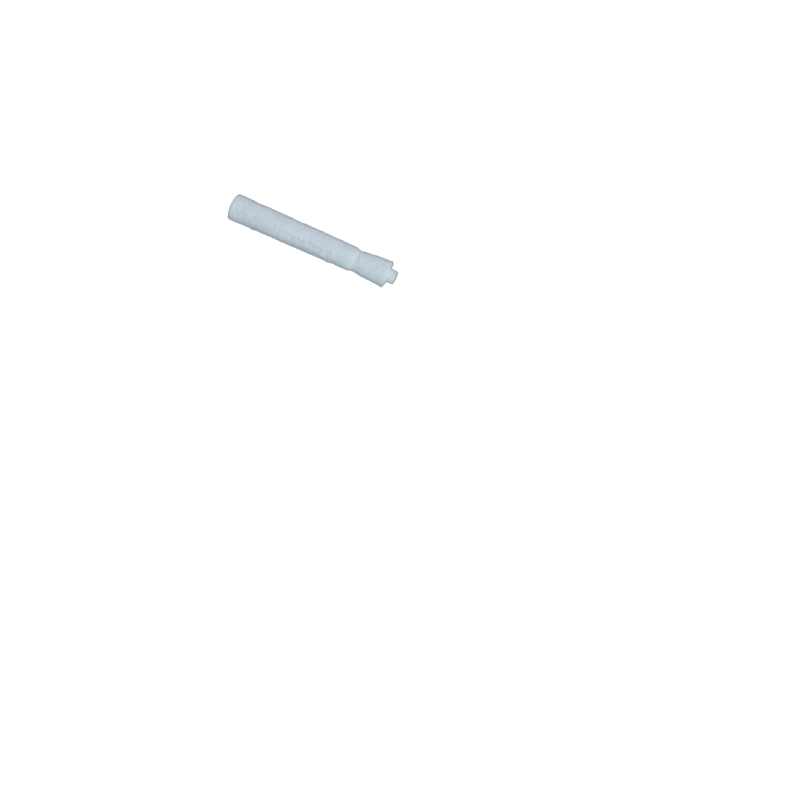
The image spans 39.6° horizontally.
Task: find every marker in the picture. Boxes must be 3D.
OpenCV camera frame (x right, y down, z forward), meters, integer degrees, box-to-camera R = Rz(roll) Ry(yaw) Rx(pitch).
[{"bbox_3d":[-0.058,-0.106,0.742,0.124,0.020,0.019,25,8,10],"label":"marker"}]
